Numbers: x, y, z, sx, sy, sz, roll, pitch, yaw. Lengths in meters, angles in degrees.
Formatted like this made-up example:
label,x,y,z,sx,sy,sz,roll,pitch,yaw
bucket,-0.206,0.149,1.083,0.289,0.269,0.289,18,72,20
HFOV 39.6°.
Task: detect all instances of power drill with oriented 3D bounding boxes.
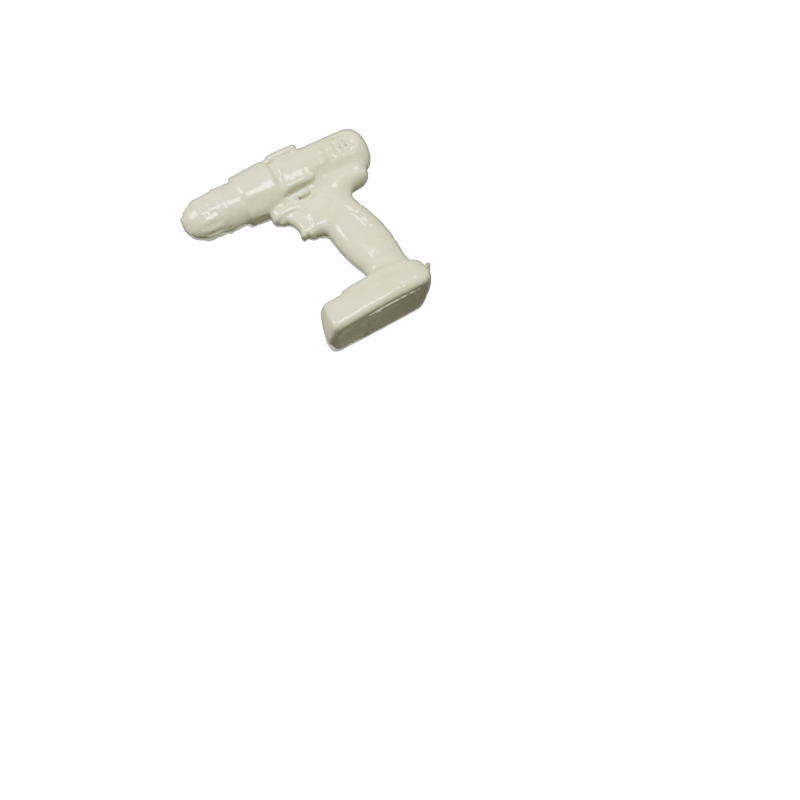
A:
label,x,y,z,sx,sy,sz,roll,pitch,yaw
power drill,-0.076,-0.138,0.968,0.184,0.199,0.054,-28,-24,-14
